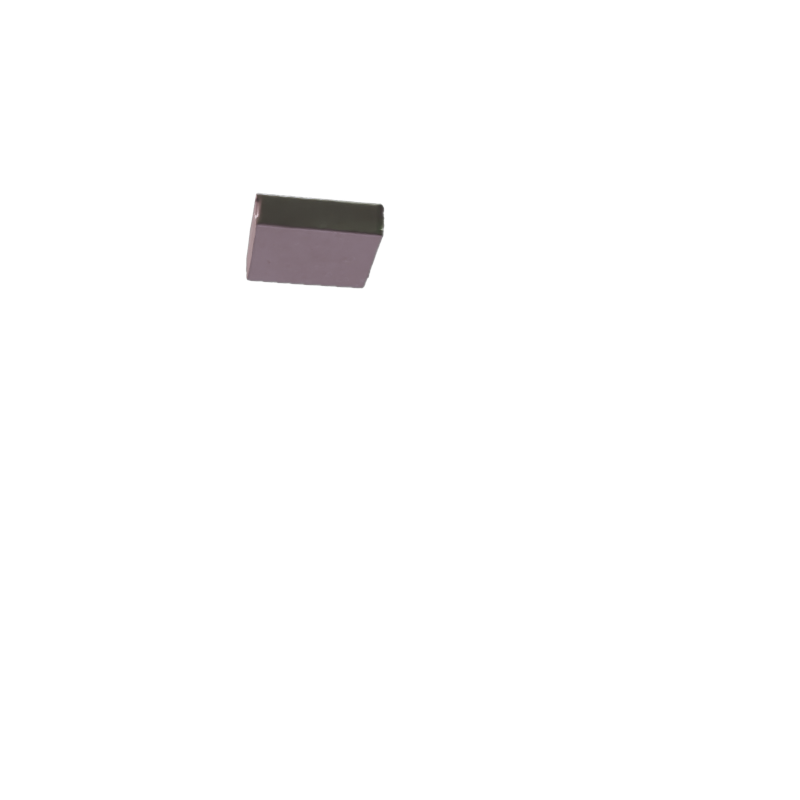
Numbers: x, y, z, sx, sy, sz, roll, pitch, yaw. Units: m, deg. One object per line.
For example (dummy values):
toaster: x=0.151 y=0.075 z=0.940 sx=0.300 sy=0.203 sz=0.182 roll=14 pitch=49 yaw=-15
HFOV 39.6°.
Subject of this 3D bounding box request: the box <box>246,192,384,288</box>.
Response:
box: x=-0.060 y=-0.110 z=0.774 sx=0.088 sy=0.032 sz=0.069 roll=4 pitch=-27 yaw=-8
